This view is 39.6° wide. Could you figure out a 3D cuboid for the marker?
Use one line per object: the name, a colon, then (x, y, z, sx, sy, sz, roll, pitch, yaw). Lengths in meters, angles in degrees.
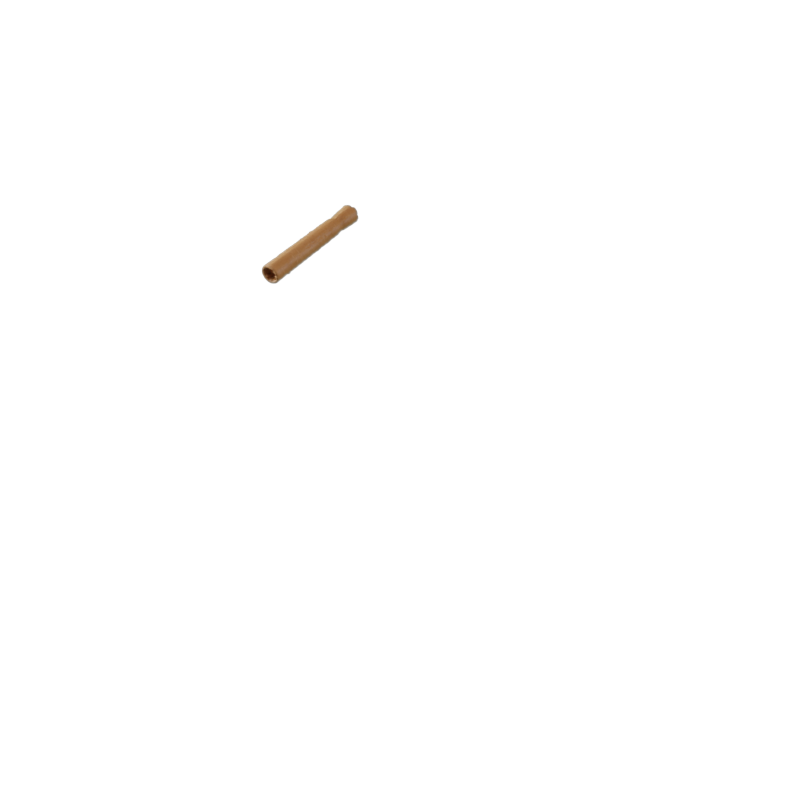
marker: (-0.078, -0.142, 0.992, 0.021, 0.019, 0.123, 3, 35, 42)
